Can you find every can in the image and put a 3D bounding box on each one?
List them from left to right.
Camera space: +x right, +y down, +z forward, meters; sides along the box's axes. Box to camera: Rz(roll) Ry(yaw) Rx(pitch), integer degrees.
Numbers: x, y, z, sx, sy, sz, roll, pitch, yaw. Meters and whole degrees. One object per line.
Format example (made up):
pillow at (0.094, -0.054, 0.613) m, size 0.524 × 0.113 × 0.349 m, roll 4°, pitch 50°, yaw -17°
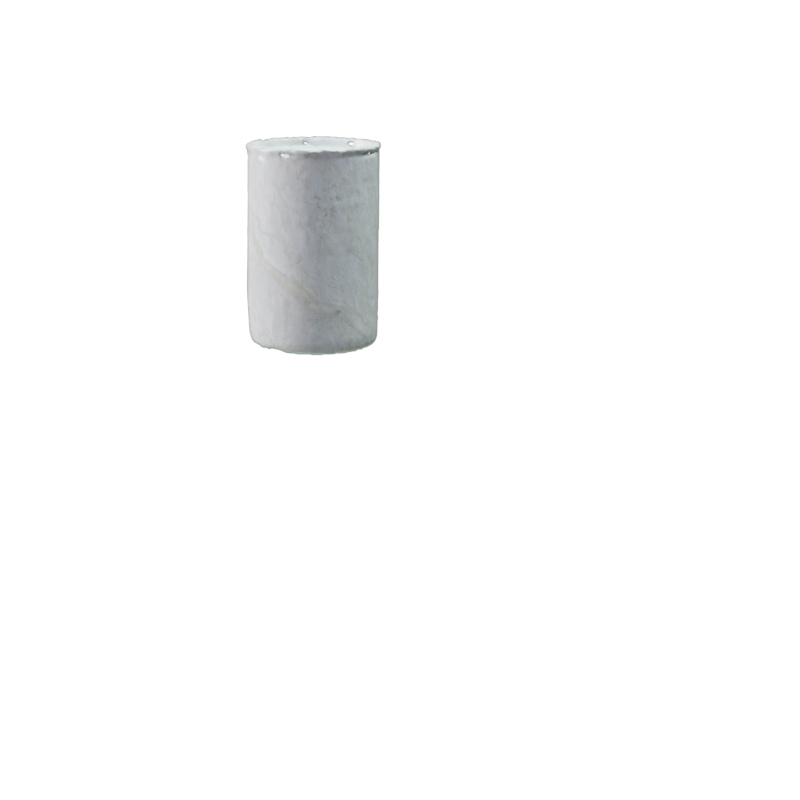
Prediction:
can at (-0.044, -0.081, 0.566) m, size 0.068 × 0.099 × 0.071 m, roll 0°, pitch 13°, yaw -2°
